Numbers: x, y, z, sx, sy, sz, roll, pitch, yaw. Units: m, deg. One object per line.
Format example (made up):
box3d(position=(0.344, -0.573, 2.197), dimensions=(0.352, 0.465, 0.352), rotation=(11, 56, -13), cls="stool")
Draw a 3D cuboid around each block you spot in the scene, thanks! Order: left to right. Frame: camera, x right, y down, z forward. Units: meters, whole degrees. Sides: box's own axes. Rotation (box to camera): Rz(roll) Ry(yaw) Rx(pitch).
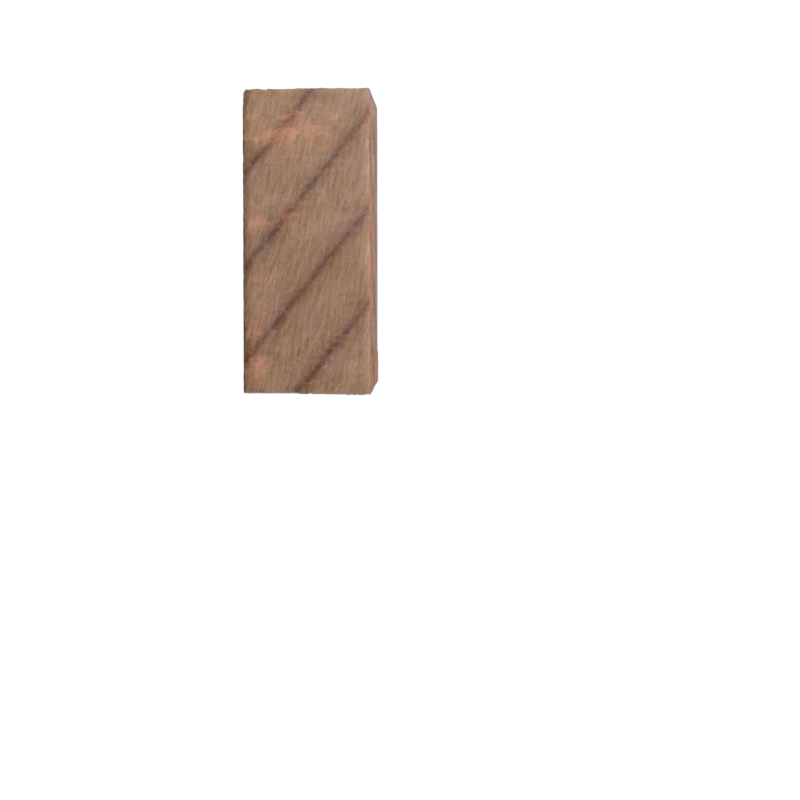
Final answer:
box3d(position=(-0.062, -0.113, 0.790), dimensions=(0.091, 0.206, 0.090), rotation=(0, 0, 3), cls="block")
